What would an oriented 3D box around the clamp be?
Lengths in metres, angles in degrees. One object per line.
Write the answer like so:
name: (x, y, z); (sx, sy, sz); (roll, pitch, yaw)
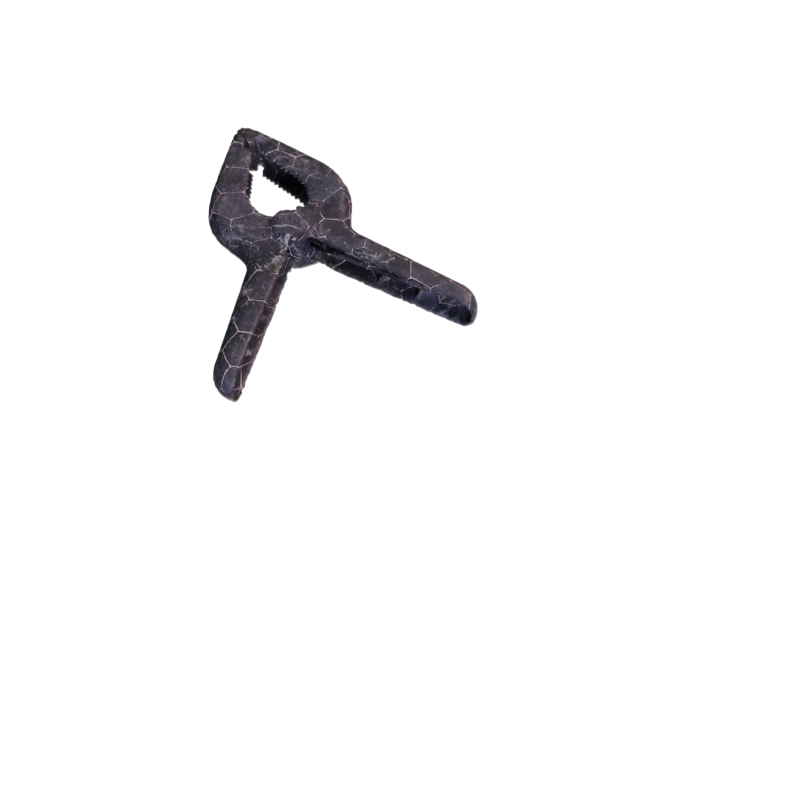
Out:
clamp: (-0.055, -0.101, 0.709); (0.163, 0.227, 0.034); (-12, -39, -10)
